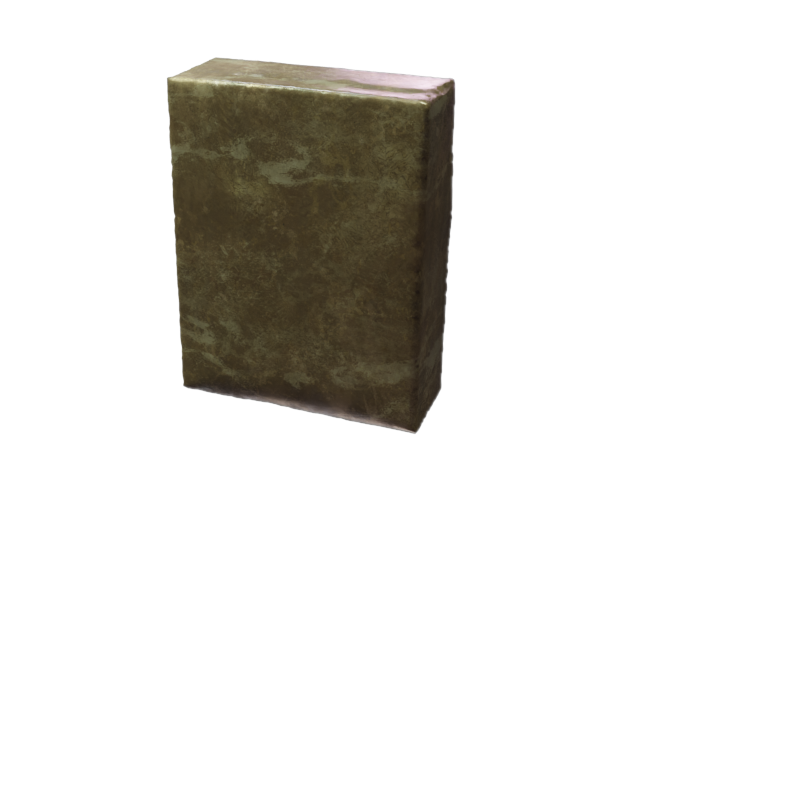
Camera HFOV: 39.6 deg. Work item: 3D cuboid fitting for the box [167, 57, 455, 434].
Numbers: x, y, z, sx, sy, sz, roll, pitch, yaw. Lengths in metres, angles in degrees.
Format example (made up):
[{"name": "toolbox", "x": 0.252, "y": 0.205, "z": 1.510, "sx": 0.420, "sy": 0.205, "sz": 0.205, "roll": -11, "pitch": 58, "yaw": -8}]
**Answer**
[{"name": "box", "x": -0.055, "y": -0.099, "z": 0.696, "sx": 0.169, "sy": 0.203, "sz": 0.073, "roll": 10, "pitch": 26, "yaw": 18}]
